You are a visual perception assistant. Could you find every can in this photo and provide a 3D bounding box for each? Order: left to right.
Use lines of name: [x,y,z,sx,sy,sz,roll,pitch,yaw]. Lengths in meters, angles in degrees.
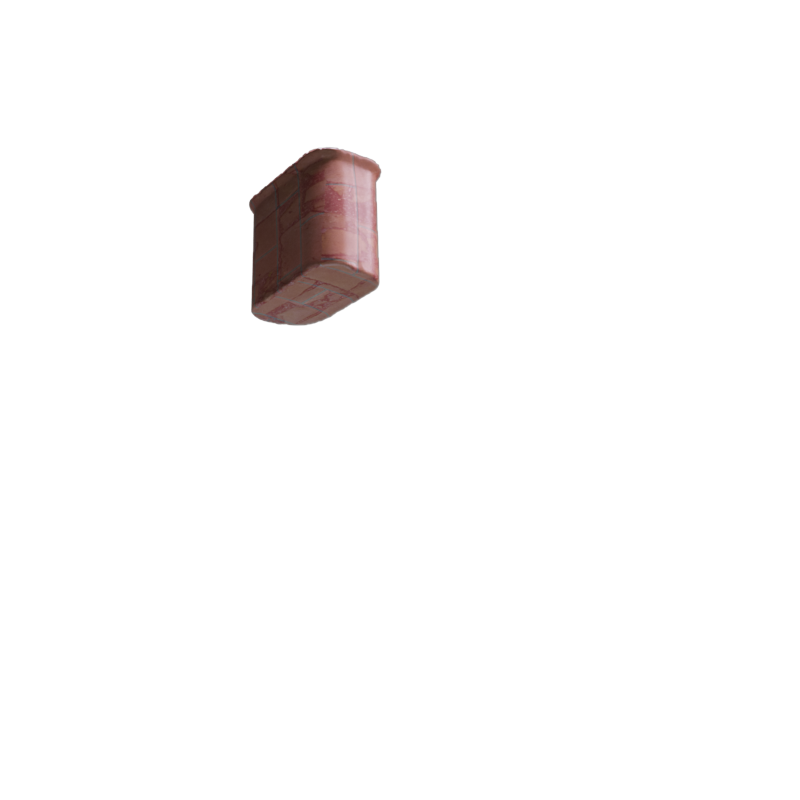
can: [-0.057,-0.104,0.728,0.055,0.089,0.101,16,-29,-33]
